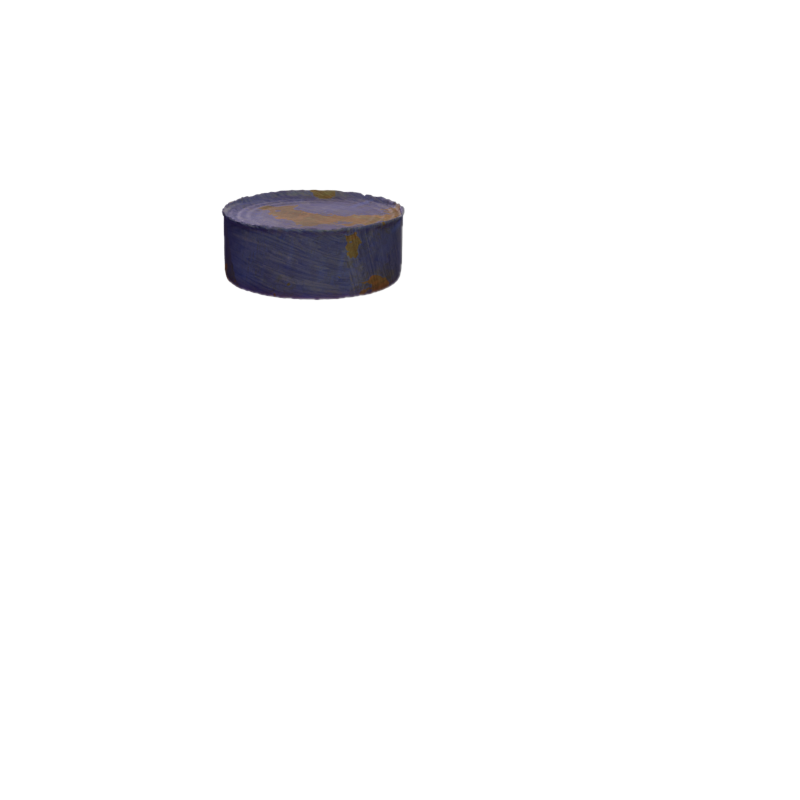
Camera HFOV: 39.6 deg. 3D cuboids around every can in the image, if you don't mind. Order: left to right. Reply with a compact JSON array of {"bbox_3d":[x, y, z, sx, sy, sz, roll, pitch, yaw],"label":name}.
[{"bbox_3d":[-0.041,-0.075,0.525,0.086,0.032,0.090,-1,21,-2],"label":"can"}]
